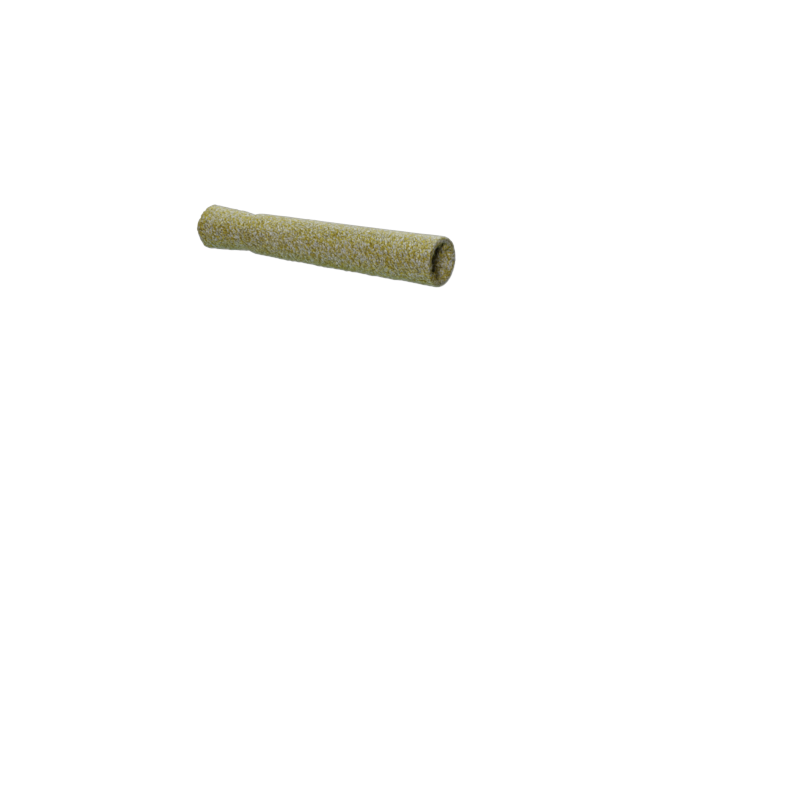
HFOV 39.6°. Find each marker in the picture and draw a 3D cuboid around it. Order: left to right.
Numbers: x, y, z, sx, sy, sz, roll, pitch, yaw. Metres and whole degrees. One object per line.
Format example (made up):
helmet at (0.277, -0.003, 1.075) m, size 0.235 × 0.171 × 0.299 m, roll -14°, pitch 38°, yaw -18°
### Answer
marker at (-0.034, -0.062, 0.438) m, size 0.127 × 0.019 × 0.019 m, roll 14°, pitch 12°, yaw 36°
